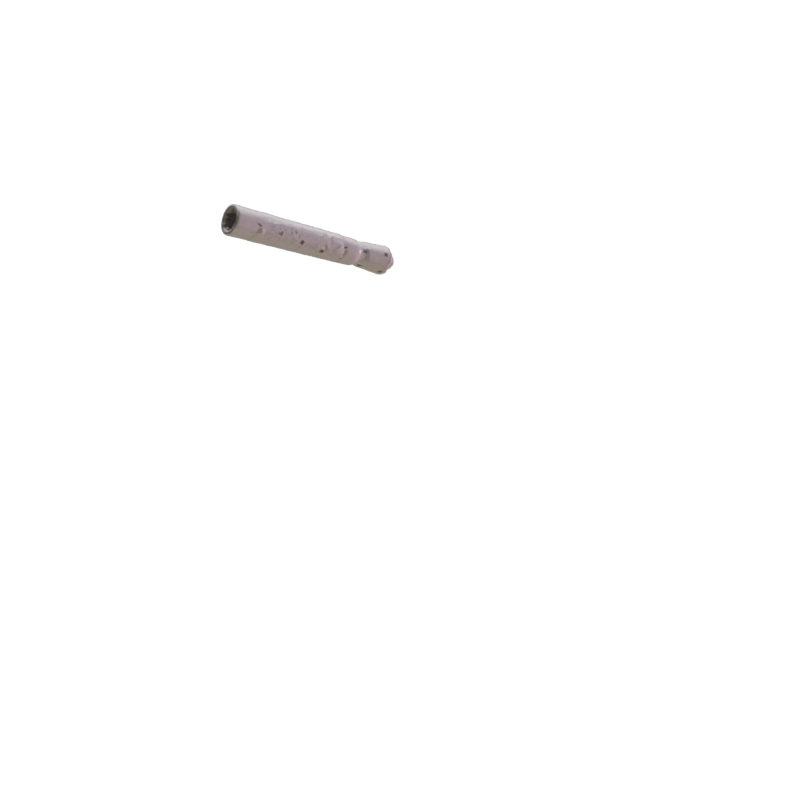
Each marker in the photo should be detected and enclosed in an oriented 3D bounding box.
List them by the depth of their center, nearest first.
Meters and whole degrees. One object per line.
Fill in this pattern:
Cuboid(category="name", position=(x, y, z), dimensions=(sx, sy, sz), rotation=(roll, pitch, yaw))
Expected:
Cuboid(category="marker", position=(-0.053, -0.096, 0.671), dimensions=(0.115, 0.020, 0.021), rotation=(10, -3, -36))
